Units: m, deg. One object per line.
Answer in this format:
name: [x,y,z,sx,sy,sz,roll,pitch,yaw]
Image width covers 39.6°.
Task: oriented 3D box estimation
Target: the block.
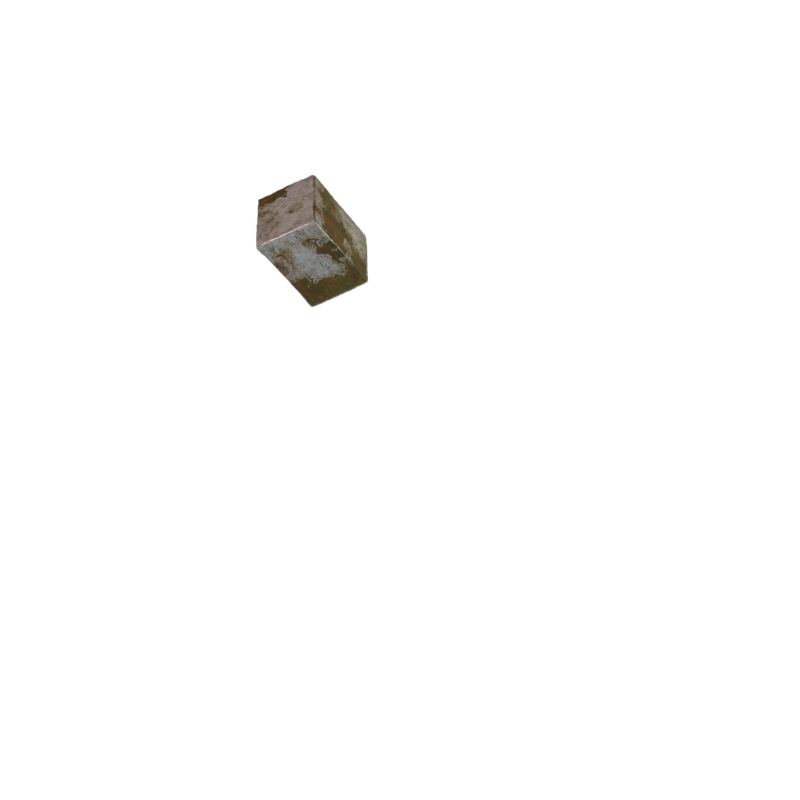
block: [-0.065,-0.118,0.830,0.053,0.055,0.072,-22,-46,21]
